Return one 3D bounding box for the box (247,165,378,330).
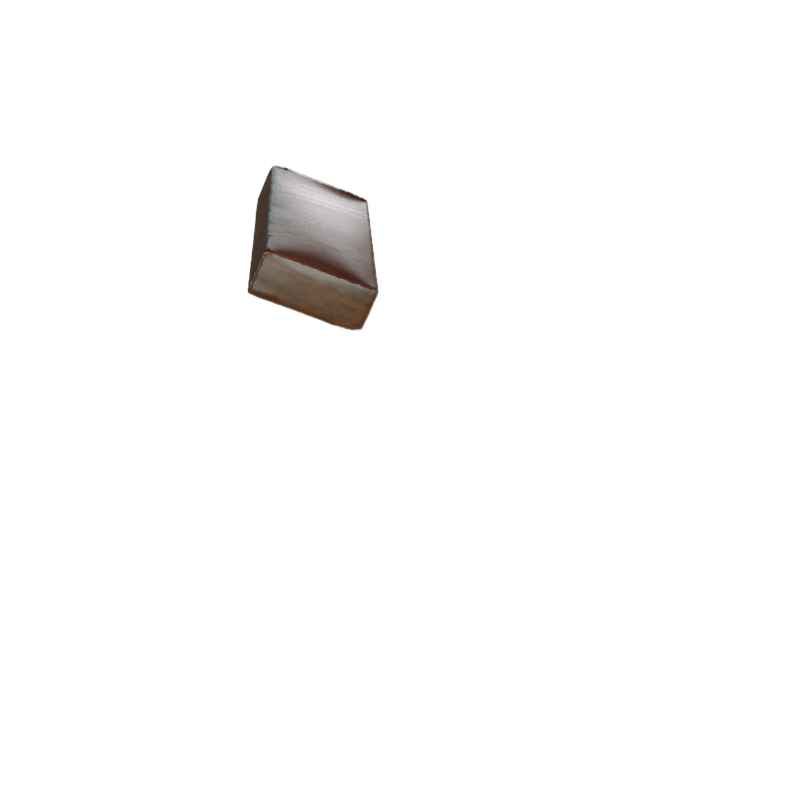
[{"bbox_3d":[-0.070,-0.128,0.894,0.091,0.046,0.188,18,30,-15],"label":"box"}]
